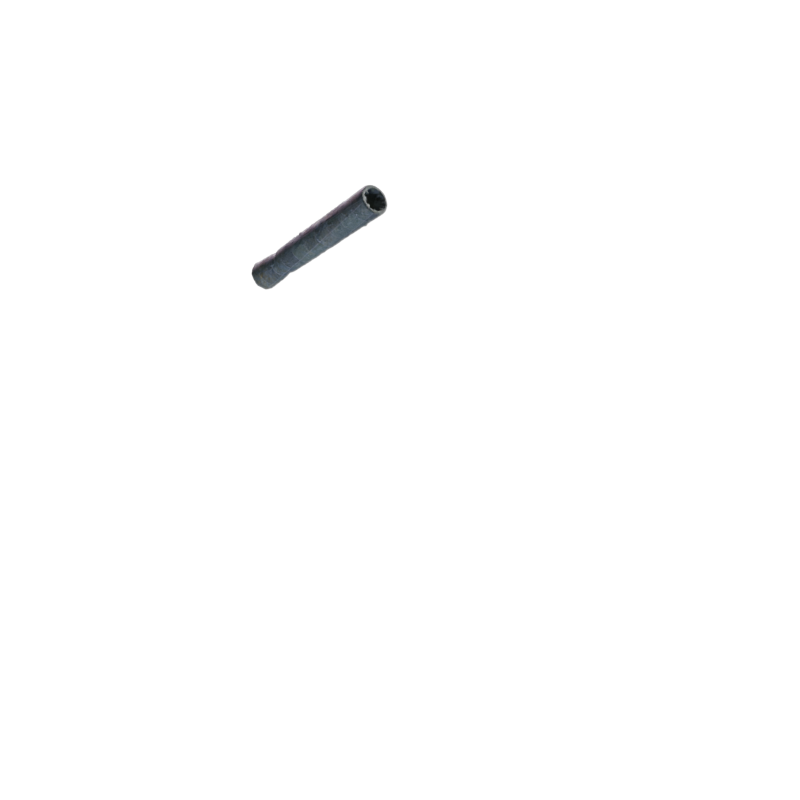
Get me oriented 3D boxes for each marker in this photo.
[{"bbox_3d":[-0.052,-0.095,0.662,0.019,0.020,0.121,-3,-15,-41],"label":"marker"}]
